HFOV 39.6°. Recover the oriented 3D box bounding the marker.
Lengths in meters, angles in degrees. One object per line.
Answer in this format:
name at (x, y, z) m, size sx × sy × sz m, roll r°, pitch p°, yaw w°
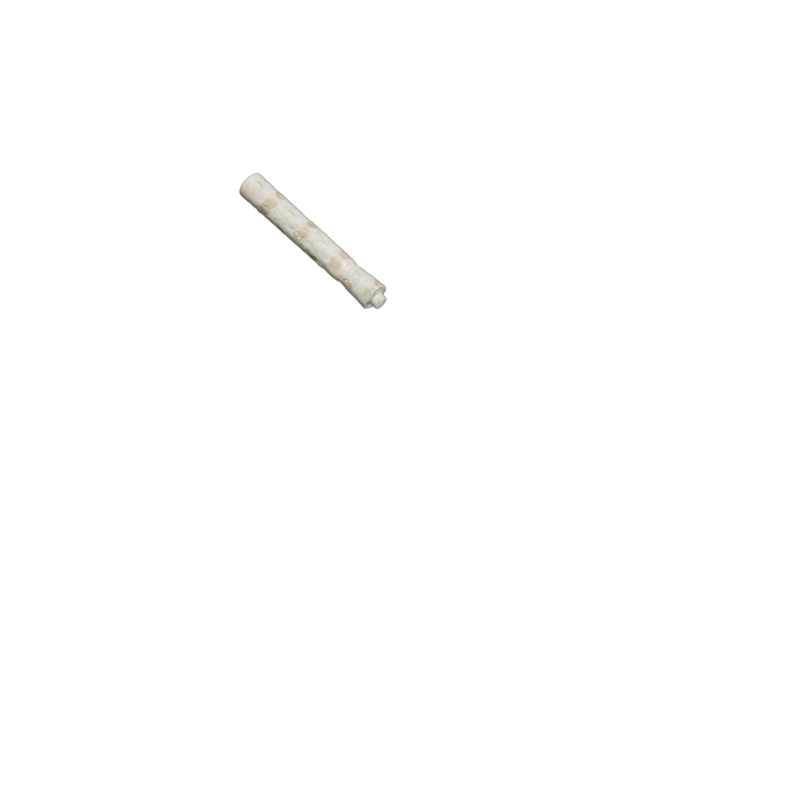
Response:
marker at (-0.054, -0.099, 0.690) m, size 0.128 × 0.019 × 0.019 m, roll 44°, pitch 21°, yaw 22°
